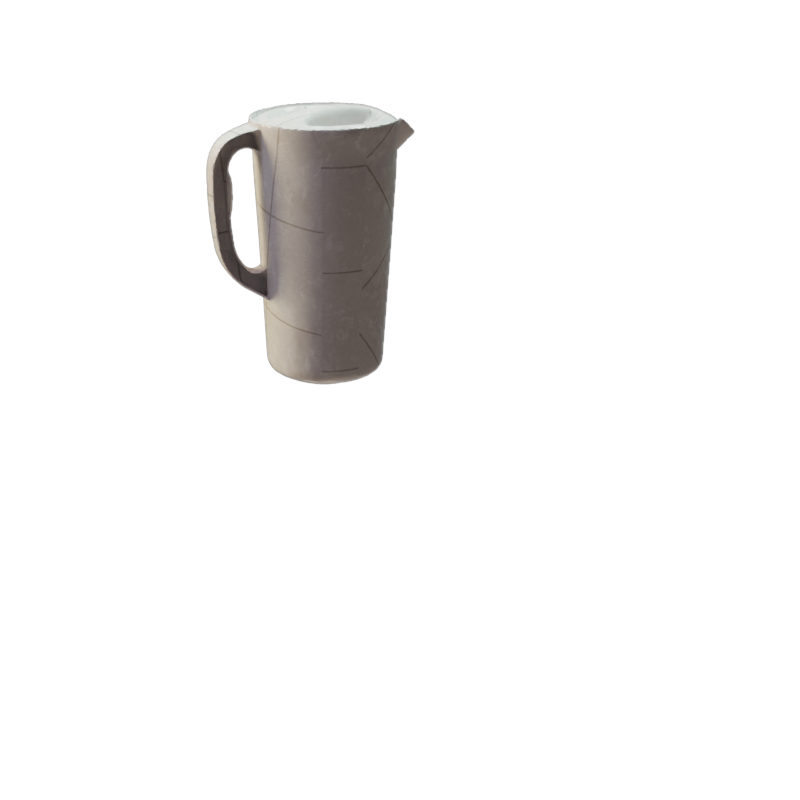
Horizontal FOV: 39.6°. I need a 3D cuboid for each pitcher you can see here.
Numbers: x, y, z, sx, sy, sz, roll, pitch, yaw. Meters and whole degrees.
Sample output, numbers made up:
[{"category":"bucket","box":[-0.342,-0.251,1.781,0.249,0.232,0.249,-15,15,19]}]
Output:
[{"category":"pitcher","box":[-0.078,-0.142,0.995,0.154,0.233,0.146,8,20,21]}]
